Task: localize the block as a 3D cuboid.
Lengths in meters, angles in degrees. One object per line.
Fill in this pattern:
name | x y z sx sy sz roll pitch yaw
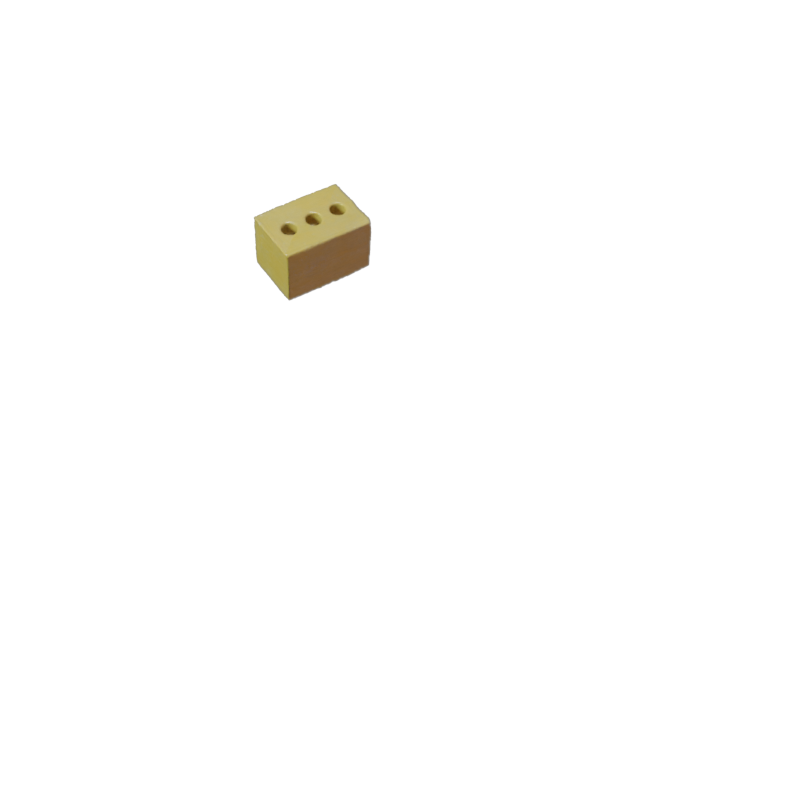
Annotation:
block | -0.068 -0.124 0.869 0.078 0.048 0.057 -26 54 -22
